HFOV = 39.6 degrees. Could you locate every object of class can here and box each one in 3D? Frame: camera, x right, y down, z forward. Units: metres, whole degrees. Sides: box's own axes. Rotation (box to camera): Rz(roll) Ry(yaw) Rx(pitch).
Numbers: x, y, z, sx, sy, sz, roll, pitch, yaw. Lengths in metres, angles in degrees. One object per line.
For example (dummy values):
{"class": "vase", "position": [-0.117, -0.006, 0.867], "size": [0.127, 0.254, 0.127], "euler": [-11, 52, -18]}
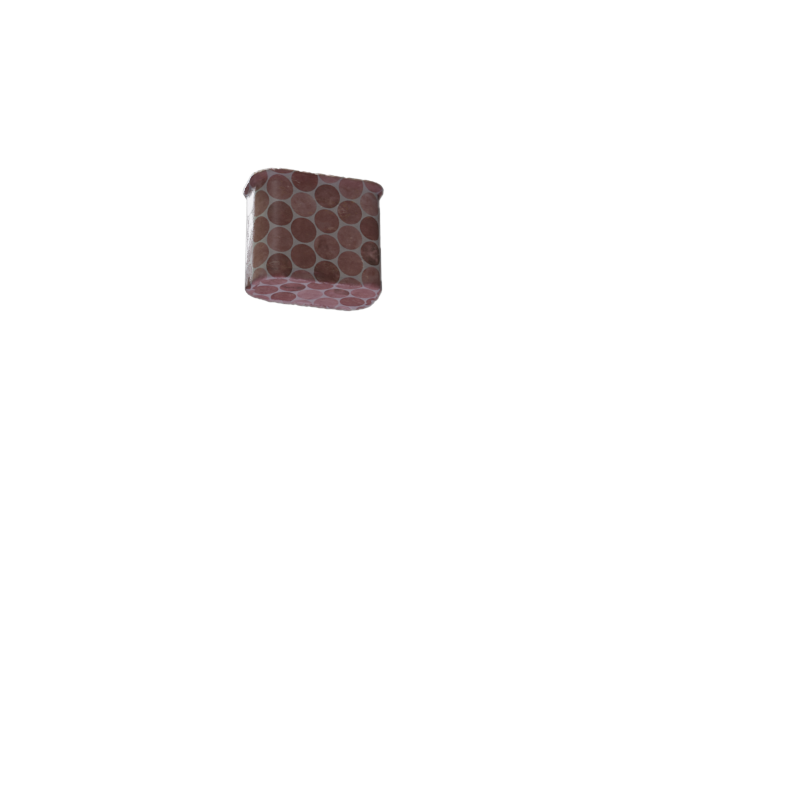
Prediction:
{"class": "can", "position": [-0.063, -0.115, 0.806], "size": [0.099, 0.088, 0.056], "euler": [6, -21, -18]}
